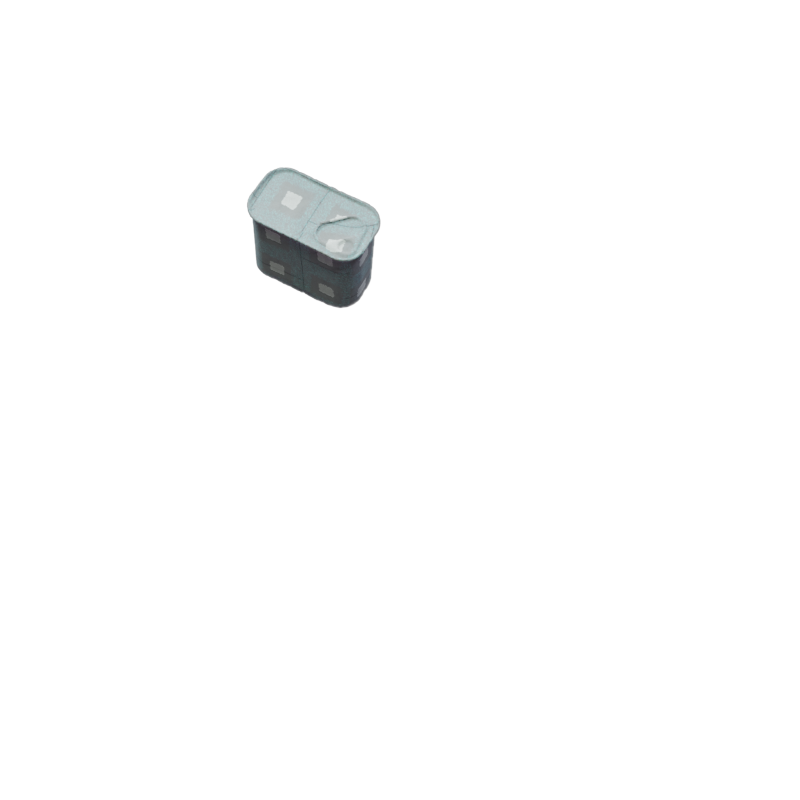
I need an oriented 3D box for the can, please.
[{"bbox_3d":[-0.069,-0.127,0.886,0.105,0.059,0.079,27,-26,13],"label":"can"}]
